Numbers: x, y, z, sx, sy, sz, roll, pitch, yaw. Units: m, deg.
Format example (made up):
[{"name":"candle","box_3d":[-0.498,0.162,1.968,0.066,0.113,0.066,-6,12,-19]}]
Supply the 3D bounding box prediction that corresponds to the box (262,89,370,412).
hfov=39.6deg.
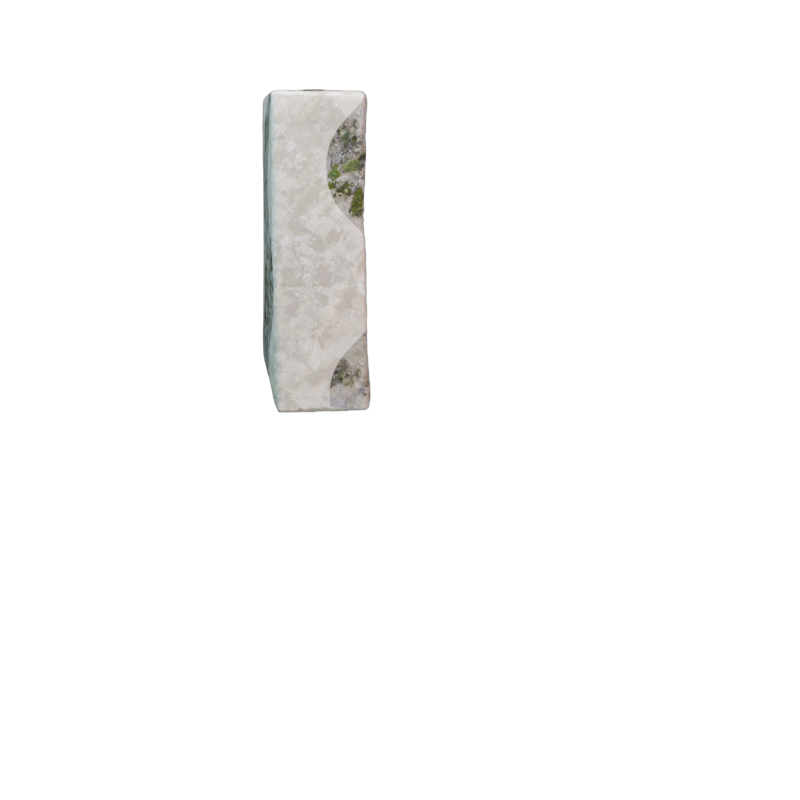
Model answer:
[{"name":"box","box_3d":[-0.063,-0.115,0.804,0.071,0.210,0.169,-1,9,-9]}]
